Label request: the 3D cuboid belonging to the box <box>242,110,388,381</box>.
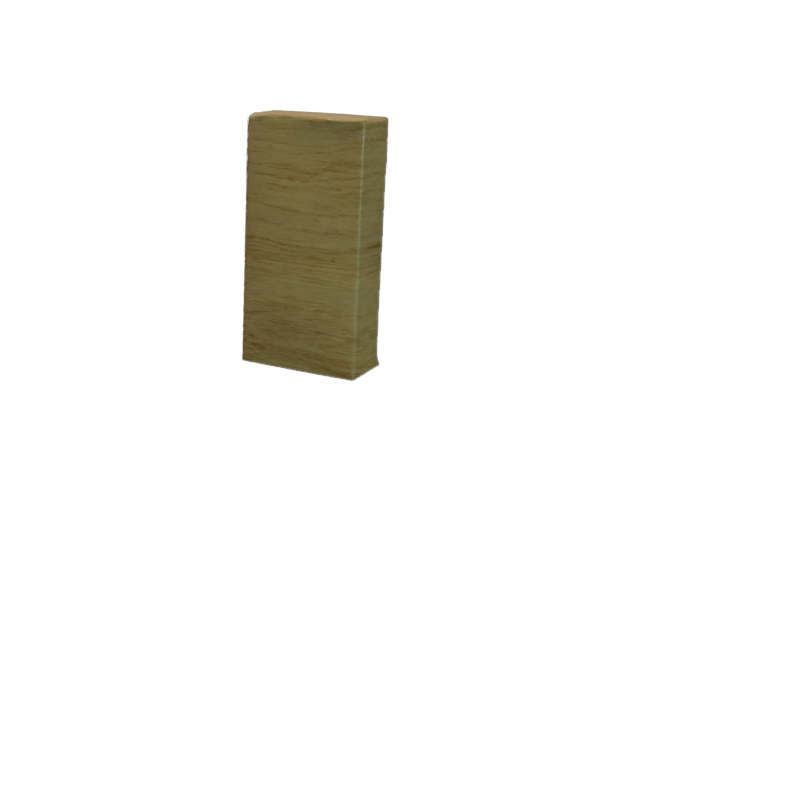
[{"bbox_3d":[-0.060,-0.109,0.763,0.097,0.171,0.048,8,14,27],"label":"box"}]
